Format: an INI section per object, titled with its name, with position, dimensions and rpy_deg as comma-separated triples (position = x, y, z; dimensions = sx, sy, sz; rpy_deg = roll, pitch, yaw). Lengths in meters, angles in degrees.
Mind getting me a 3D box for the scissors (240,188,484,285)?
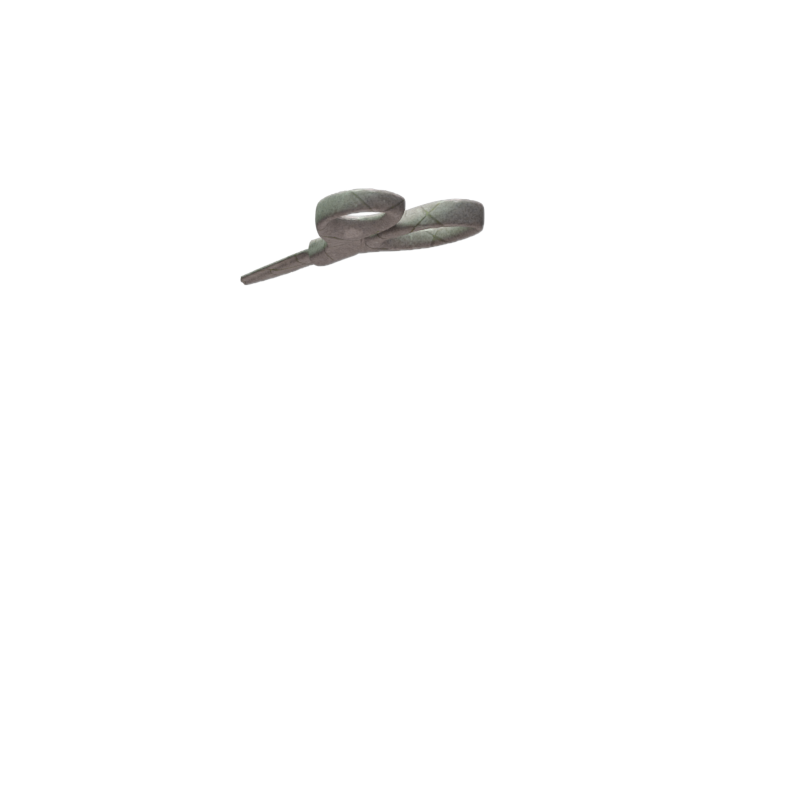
[scissors]
position = -0.049, -0.089, 0.621
dimensions = 0.207, 0.016, 0.091
rpy_deg = -6, -10, 38
